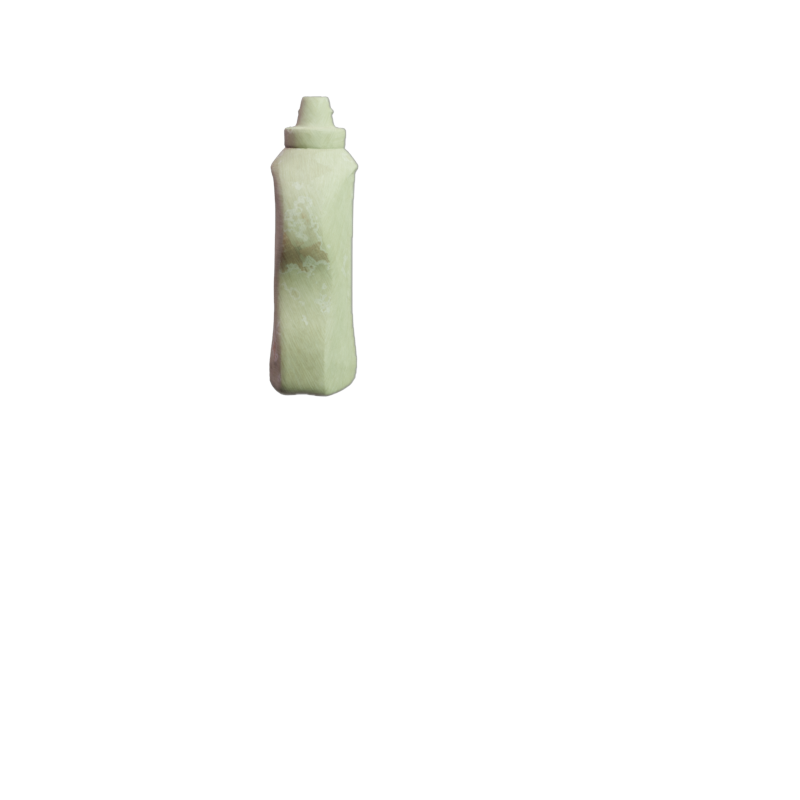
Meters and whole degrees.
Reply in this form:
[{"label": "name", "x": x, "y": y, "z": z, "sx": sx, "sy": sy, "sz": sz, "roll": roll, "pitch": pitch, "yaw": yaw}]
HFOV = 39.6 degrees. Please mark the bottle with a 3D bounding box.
[{"label": "bottle", "x": -0.057, "y": -0.105, "z": 0.738, "sx": 0.059, "sy": 0.188, "sz": 0.097, "roll": 1, "pitch": 8, "yaw": 7}]
